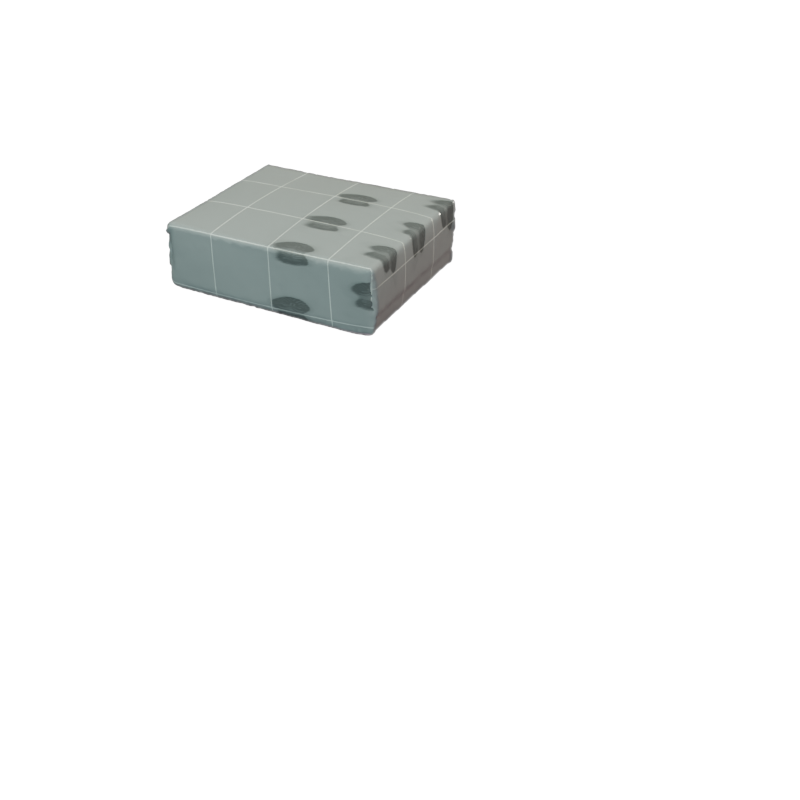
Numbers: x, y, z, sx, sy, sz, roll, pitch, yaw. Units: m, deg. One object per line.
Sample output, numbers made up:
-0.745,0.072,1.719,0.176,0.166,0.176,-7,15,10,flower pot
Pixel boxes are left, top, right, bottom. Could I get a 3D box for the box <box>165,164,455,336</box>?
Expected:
-0.042,-0.077,0.539,0.119,0.037,0.091,17,35,24,box
